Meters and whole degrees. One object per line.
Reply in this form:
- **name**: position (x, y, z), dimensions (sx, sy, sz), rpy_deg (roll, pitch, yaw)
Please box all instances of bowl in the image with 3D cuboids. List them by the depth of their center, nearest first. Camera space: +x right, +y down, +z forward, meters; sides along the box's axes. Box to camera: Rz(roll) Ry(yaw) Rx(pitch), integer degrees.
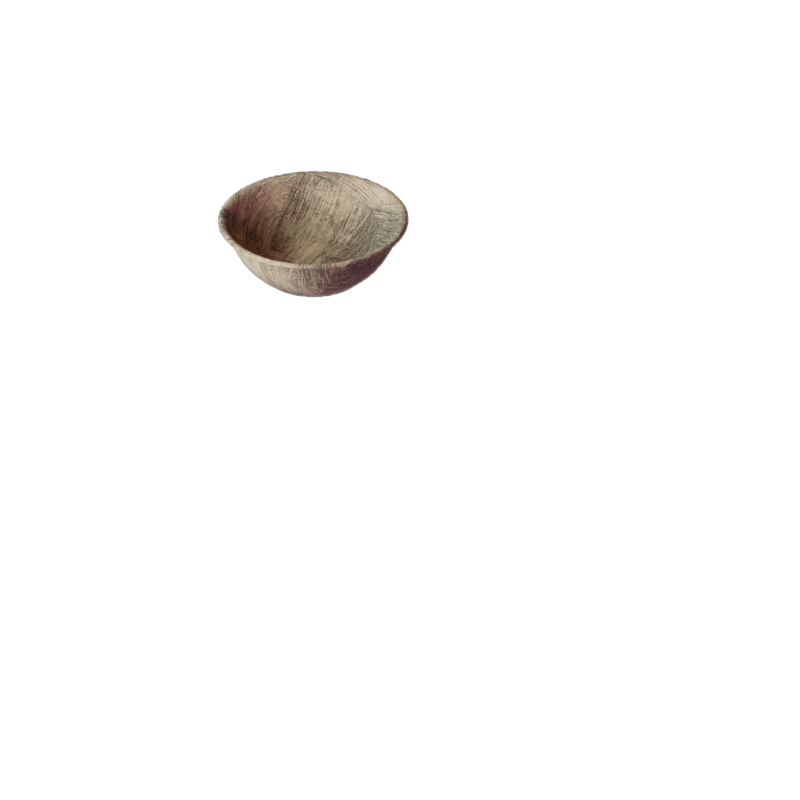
- **bowl**: position (-0.074, -0.136, 0.950), dimensions (0.162, 0.051, 0.173), rpy_deg (-1, 37, -2)
